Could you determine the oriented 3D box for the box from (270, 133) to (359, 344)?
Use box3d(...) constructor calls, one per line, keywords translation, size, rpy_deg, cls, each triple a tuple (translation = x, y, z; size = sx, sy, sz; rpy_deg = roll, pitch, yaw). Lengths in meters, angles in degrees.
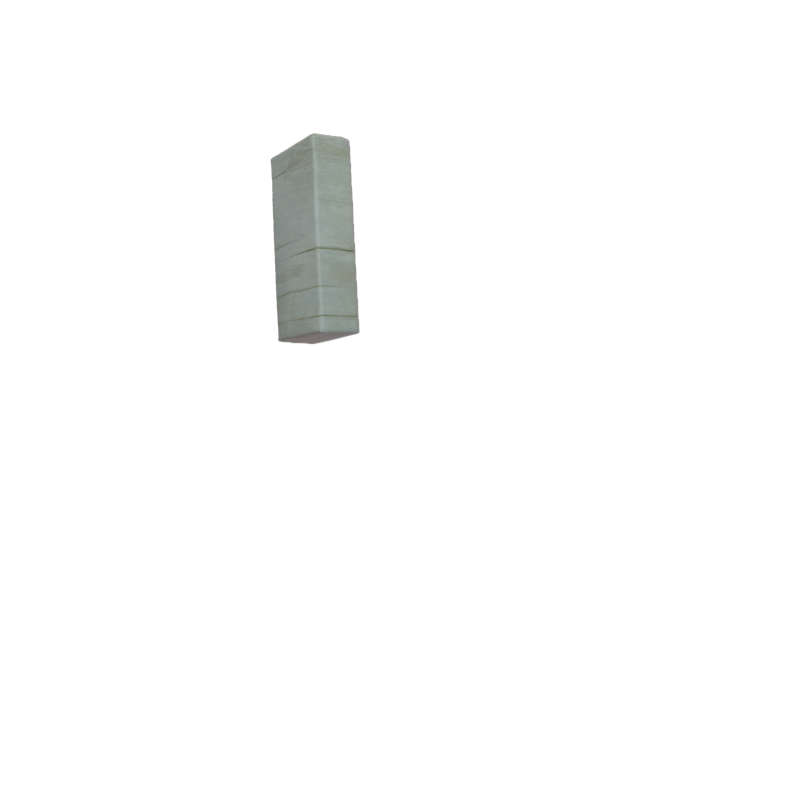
box3d(translation=(-0.078, -0.142, 0.997), size=(0.046, 0.181, 0.095), rpy_deg=(5, -11, -29), cls="box")
